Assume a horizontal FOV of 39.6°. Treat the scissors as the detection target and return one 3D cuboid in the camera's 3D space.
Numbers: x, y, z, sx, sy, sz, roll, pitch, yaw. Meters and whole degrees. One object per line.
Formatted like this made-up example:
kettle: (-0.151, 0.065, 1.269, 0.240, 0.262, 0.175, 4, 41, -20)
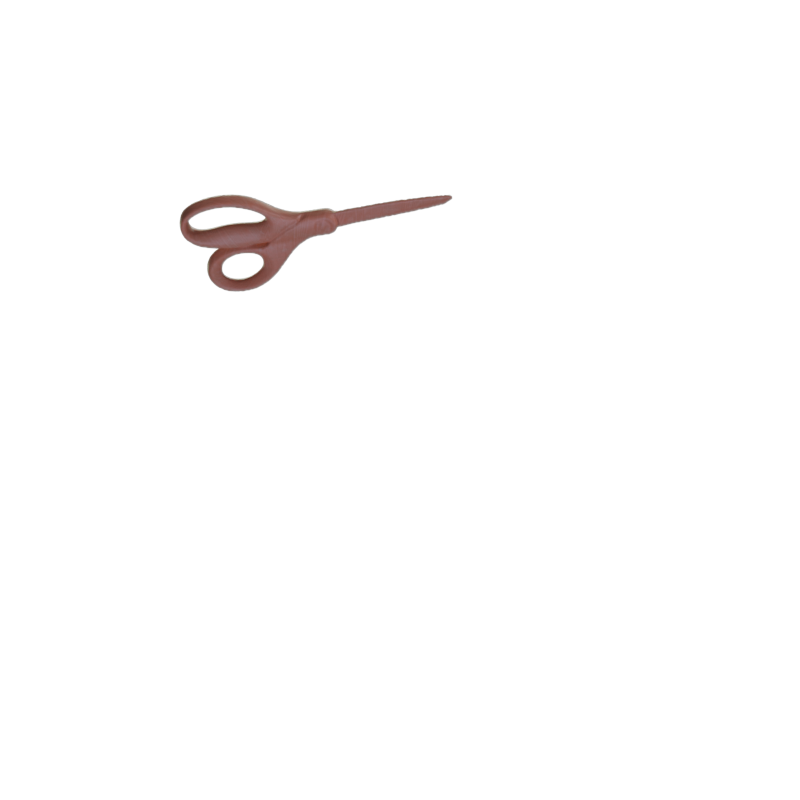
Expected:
scissors: (-0.066, -0.120, 0.843, 0.201, 0.090, 0.017, 2, 43, -2)
